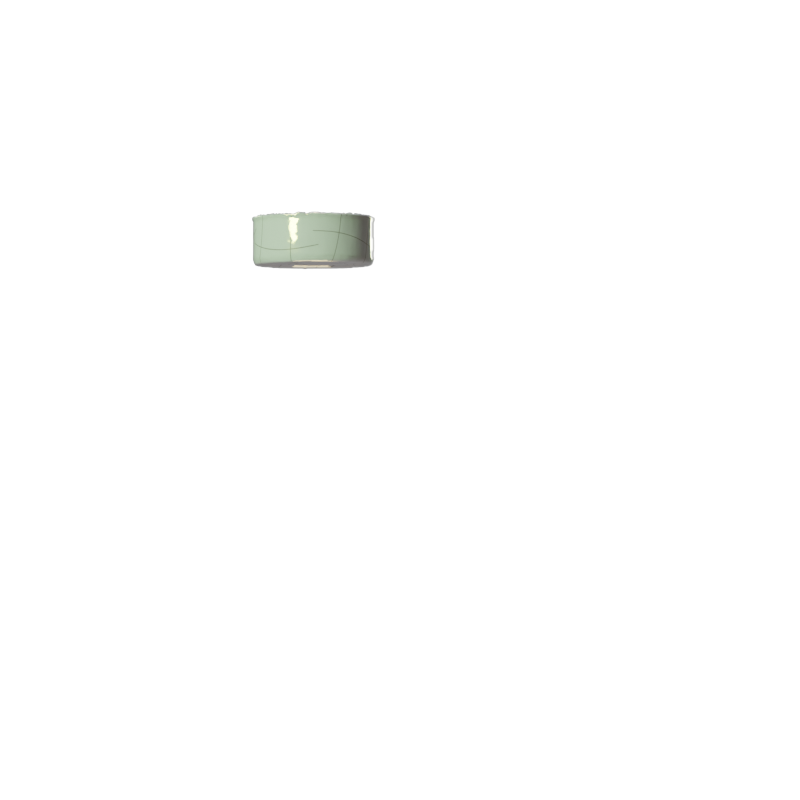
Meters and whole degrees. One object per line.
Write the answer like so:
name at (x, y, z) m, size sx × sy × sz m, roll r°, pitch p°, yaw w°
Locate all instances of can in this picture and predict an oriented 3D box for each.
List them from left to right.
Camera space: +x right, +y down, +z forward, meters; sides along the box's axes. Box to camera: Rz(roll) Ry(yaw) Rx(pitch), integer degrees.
can at (-0.061, -0.110, 0.774) m, size 0.086 × 0.034 × 0.086 m, roll 0°, pitch 2°, yaw -2°
